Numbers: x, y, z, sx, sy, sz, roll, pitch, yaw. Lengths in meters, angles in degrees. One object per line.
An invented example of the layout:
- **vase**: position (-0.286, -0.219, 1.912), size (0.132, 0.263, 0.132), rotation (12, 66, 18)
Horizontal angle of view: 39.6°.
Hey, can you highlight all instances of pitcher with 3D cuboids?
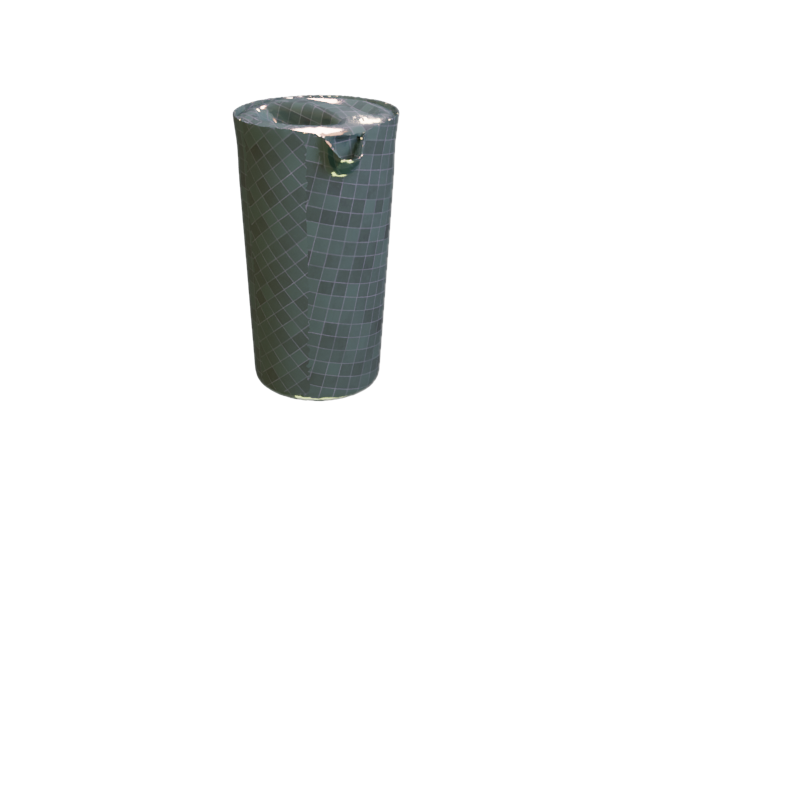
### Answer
- **pitcher**: position (-0.073, -0.133, 0.933), size (0.150, 0.232, 0.151), rotation (10, 24, 21)
